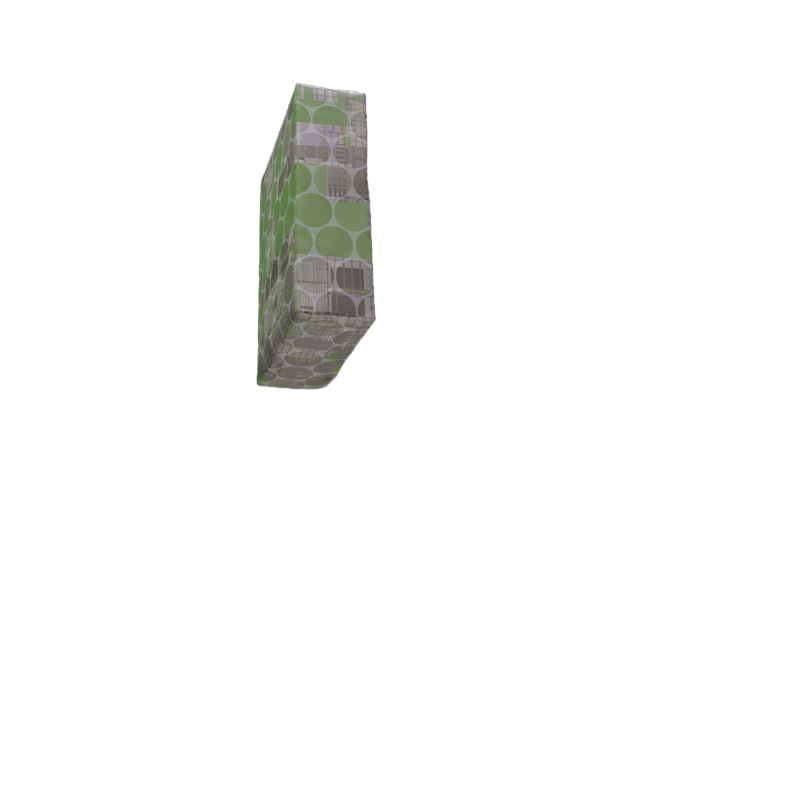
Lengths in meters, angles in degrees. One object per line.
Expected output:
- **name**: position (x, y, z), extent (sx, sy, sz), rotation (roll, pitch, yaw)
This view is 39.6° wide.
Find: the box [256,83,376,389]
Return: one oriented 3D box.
- **box**: position (-0.075, -0.136, 0.952), extent (0.070, 0.226, 0.158), rotation (6, -26, -16)
